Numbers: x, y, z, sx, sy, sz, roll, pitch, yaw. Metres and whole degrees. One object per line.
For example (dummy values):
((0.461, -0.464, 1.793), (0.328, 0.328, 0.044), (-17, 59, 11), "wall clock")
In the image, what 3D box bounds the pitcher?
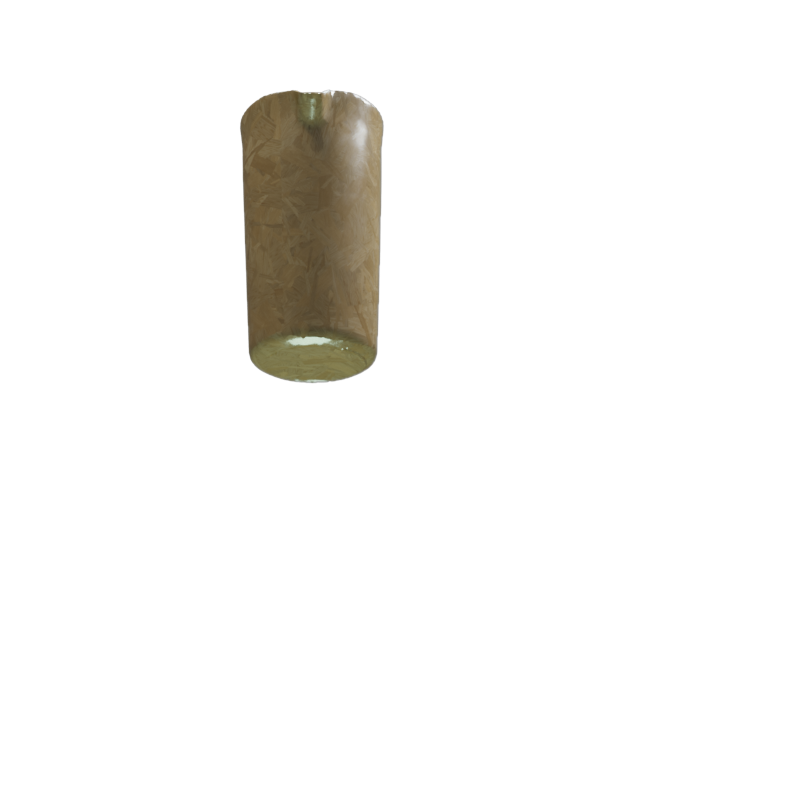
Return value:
((-0.077, -0.141, 0.988), (0.146, 0.257, 0.140), (-21, -31, 37), "pitcher")
